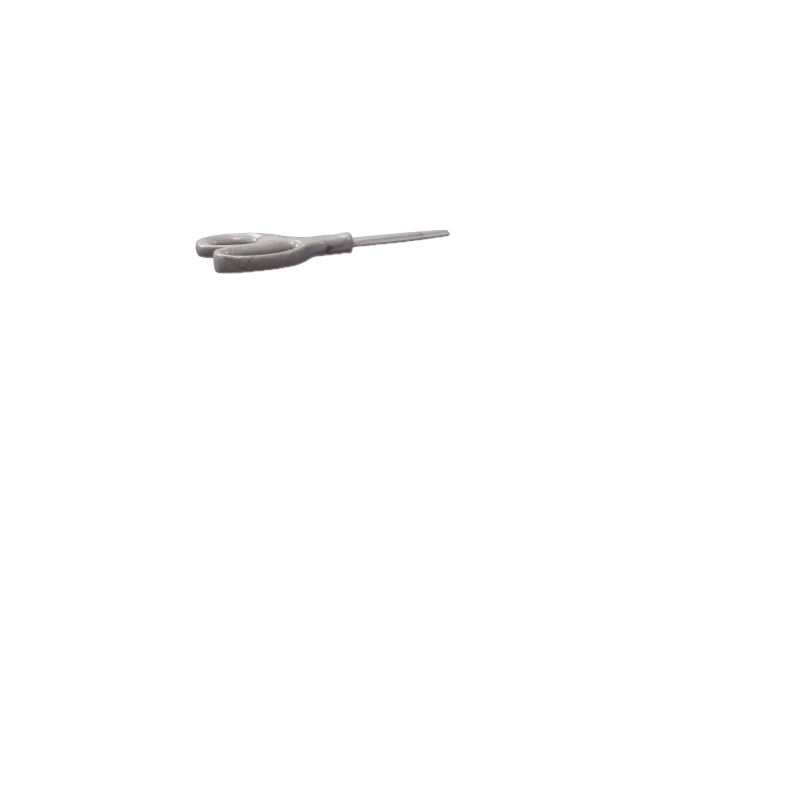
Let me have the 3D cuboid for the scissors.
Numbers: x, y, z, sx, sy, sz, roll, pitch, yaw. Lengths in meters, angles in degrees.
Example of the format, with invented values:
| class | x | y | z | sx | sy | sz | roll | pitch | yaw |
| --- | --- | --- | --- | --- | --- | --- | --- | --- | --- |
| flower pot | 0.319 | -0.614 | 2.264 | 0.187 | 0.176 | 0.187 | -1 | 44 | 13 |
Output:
| class | x | y | z | sx | sy | sz | roll | pitch | yaw |
| --- | --- | --- | --- | --- | --- | --- | --- | --- | --- |
| scissors | -0.064 | -0.117 | 0.820 | 0.102 | 0.015 | 0.197 | 17 | 24 | 41 |
